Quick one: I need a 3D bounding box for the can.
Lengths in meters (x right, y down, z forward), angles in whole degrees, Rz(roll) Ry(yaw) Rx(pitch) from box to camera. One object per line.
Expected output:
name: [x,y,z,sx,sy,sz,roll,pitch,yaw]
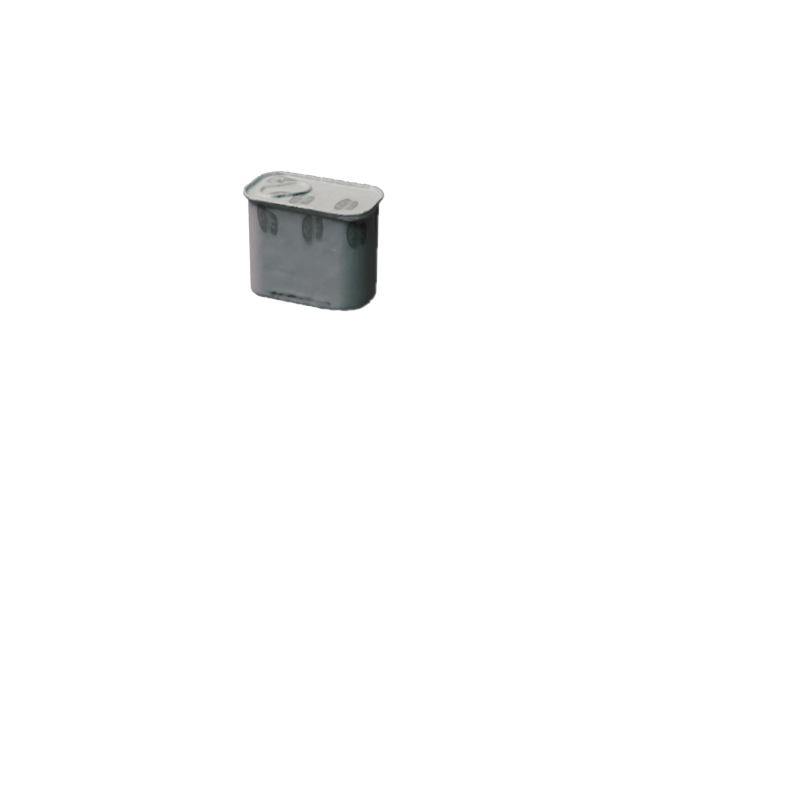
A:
can: [-0.066,-0.119,0.835,0.105,0.079,0.059,12,31,19]
